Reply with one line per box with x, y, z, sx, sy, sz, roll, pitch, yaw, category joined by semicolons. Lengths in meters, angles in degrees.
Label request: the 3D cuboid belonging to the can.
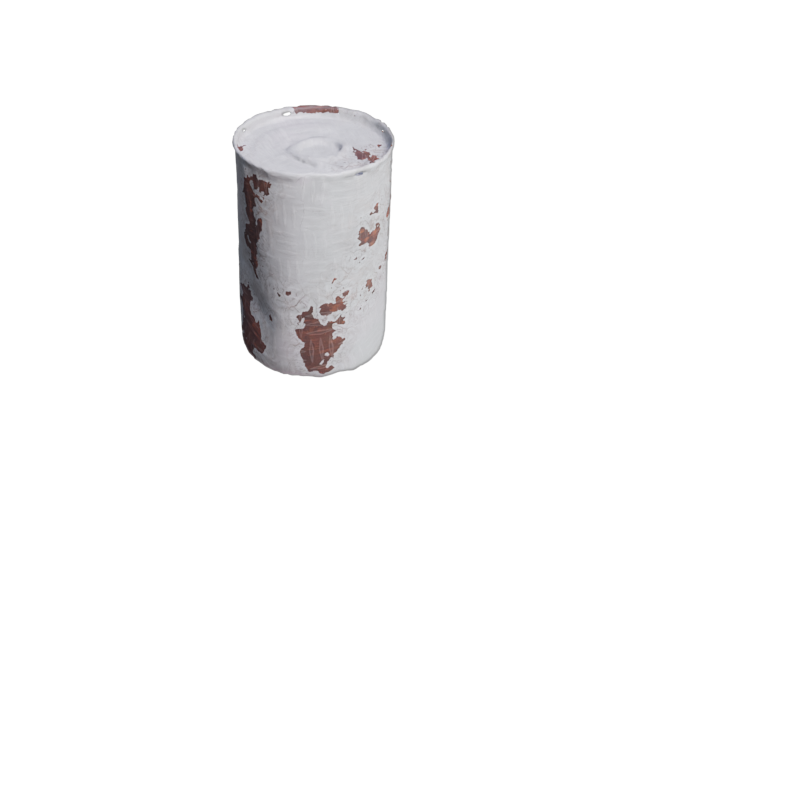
-0.038;-0.070;0.489;0.068;0.096;0.073;0;34;-3;can
